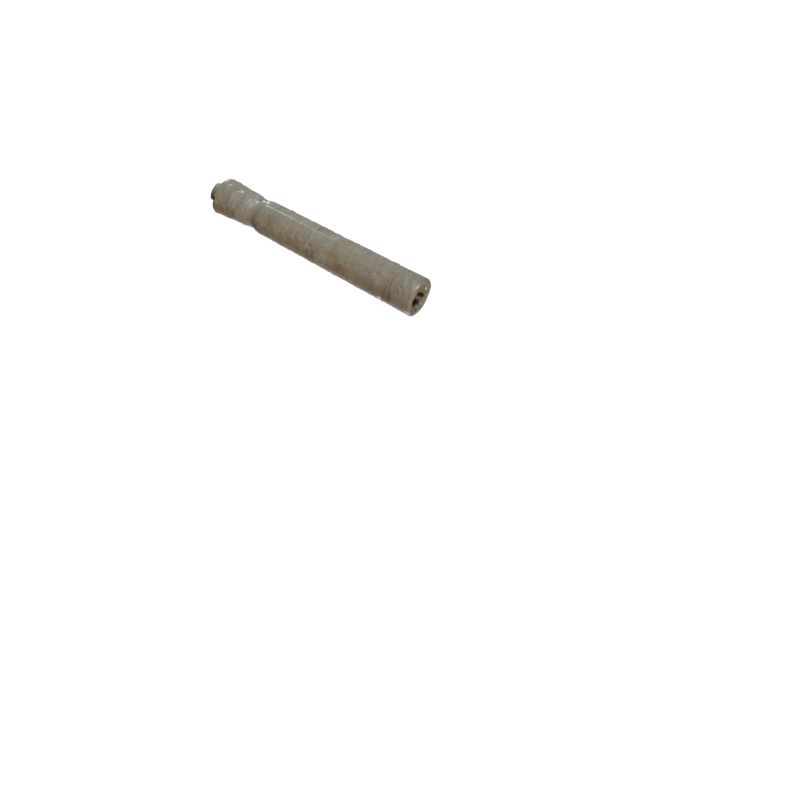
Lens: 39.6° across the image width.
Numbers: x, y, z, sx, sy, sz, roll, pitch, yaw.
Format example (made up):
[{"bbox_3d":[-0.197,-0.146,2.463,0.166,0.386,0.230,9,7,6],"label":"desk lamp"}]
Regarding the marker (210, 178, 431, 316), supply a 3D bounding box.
[{"bbox_3d":[-0.041,-0.075,0.524,0.127,0.019,0.019,30,16,24],"label":"marker"}]
